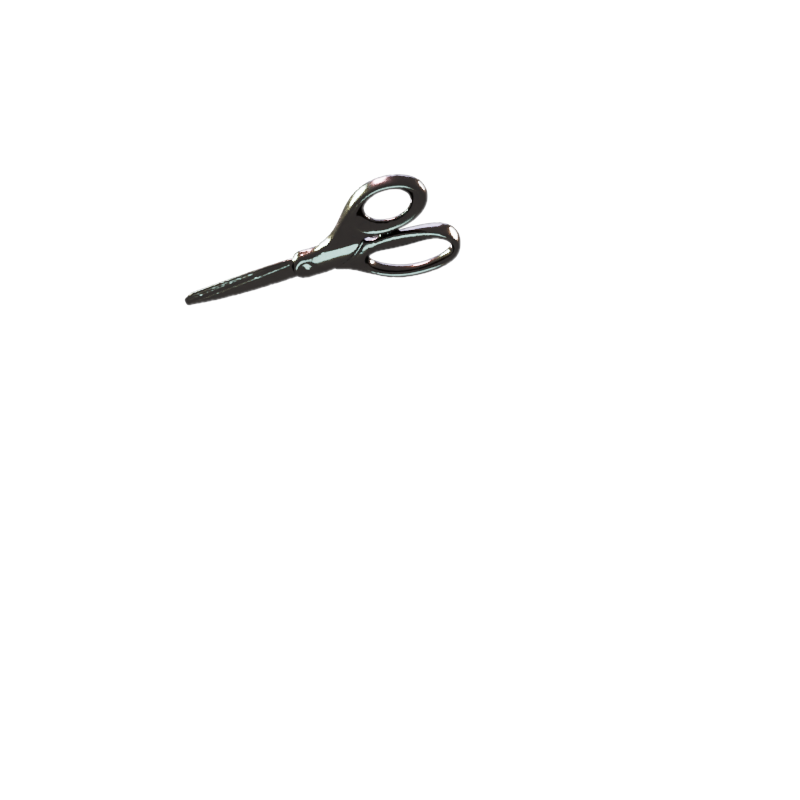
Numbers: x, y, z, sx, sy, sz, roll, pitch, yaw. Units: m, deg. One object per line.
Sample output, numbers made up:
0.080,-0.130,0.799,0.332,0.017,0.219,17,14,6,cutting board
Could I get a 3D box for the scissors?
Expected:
-0.060,-0.110,0.768,0.203,0.017,0.089,-5,-44,5,scissors
